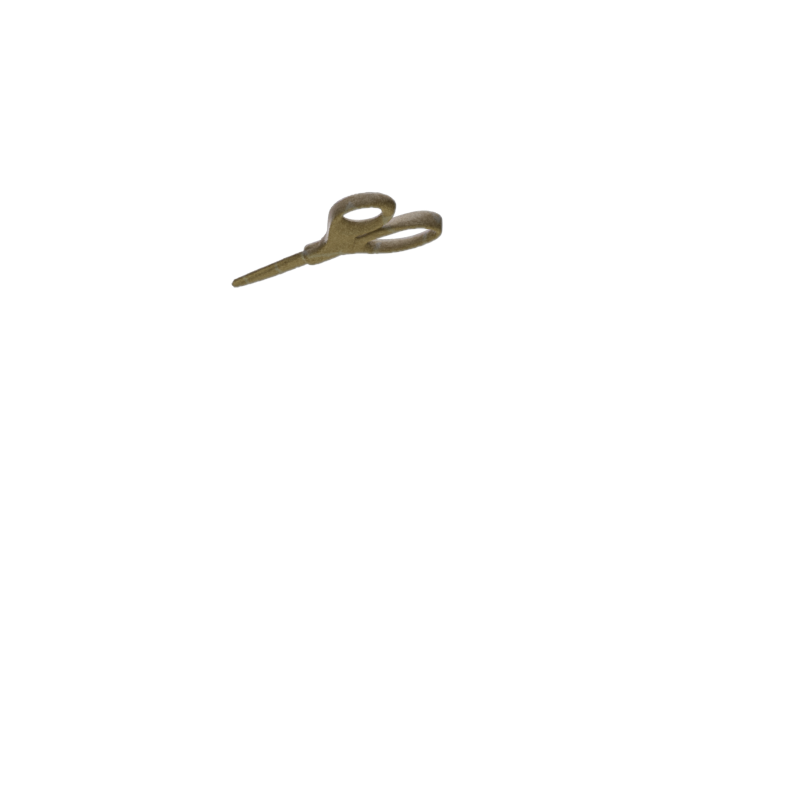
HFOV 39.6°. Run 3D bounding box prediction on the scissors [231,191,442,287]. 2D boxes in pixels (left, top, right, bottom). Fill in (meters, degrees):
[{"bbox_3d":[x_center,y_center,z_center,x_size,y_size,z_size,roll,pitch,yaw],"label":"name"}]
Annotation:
[{"bbox_3d":[-0.068,-0.123,0.862,0.205,0.017,0.090,-9,-21,24],"label":"scissors"}]
